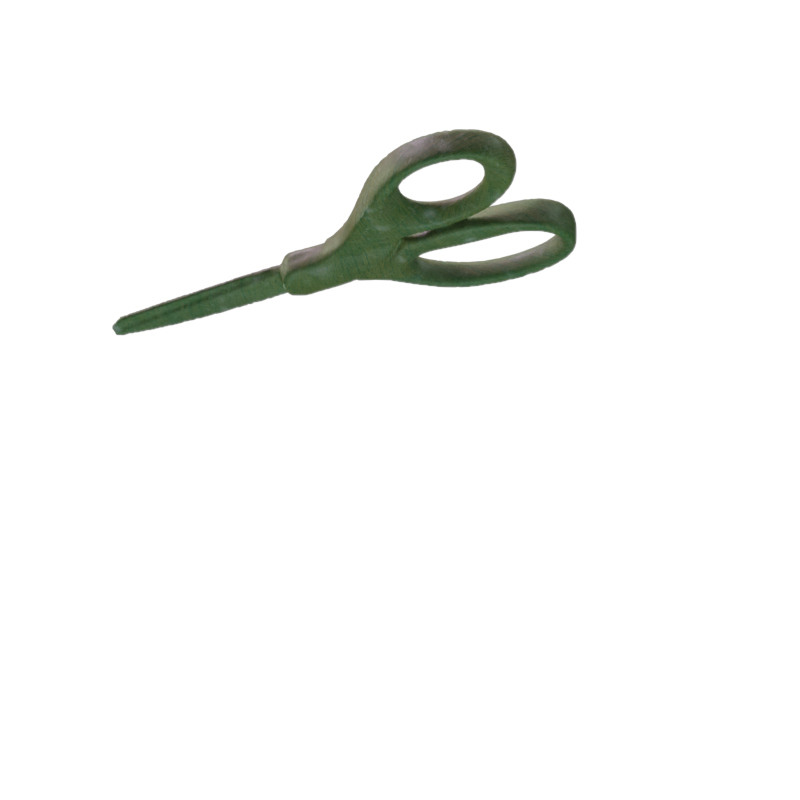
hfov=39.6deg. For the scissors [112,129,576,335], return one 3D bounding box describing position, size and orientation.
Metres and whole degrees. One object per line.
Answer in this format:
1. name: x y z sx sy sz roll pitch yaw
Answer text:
1. scissors: -0.034 -0.062 0.435 0.204 0.017 0.089 -6 -31 10
